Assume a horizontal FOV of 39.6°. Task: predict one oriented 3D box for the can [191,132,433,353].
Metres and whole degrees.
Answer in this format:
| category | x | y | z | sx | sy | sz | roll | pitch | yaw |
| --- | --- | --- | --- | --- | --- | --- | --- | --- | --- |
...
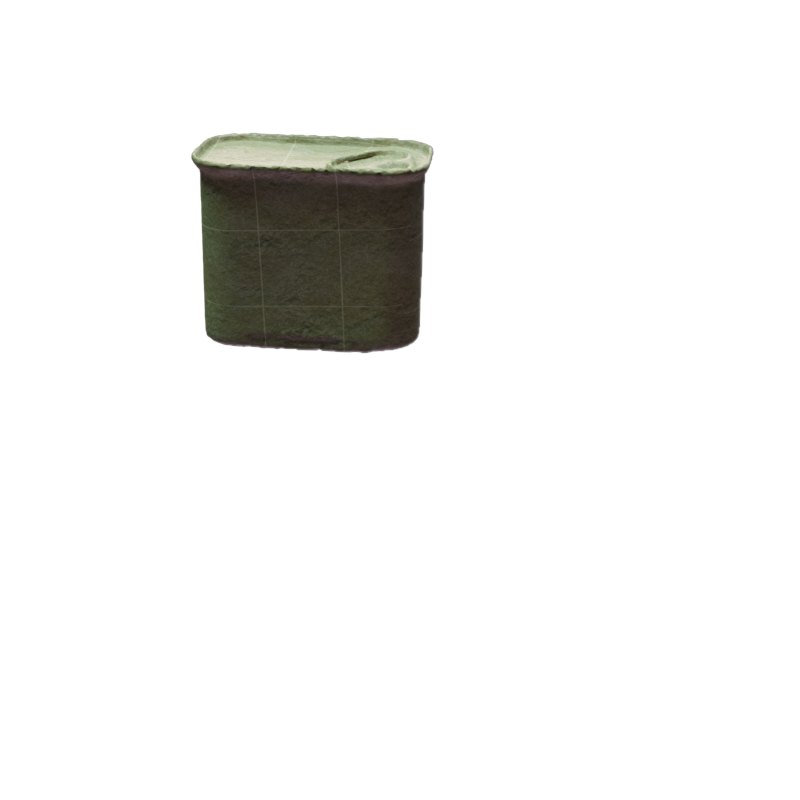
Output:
| category | x | y | z | sx | sy | sz | roll | pitch | yaw |
| --- | --- | --- | --- | --- | --- | --- | --- | --- | --- |
| can | -0.038 | -0.070 | 0.489 | 0.103 | 0.080 | 0.060 | 4 | 22 | 7 |
